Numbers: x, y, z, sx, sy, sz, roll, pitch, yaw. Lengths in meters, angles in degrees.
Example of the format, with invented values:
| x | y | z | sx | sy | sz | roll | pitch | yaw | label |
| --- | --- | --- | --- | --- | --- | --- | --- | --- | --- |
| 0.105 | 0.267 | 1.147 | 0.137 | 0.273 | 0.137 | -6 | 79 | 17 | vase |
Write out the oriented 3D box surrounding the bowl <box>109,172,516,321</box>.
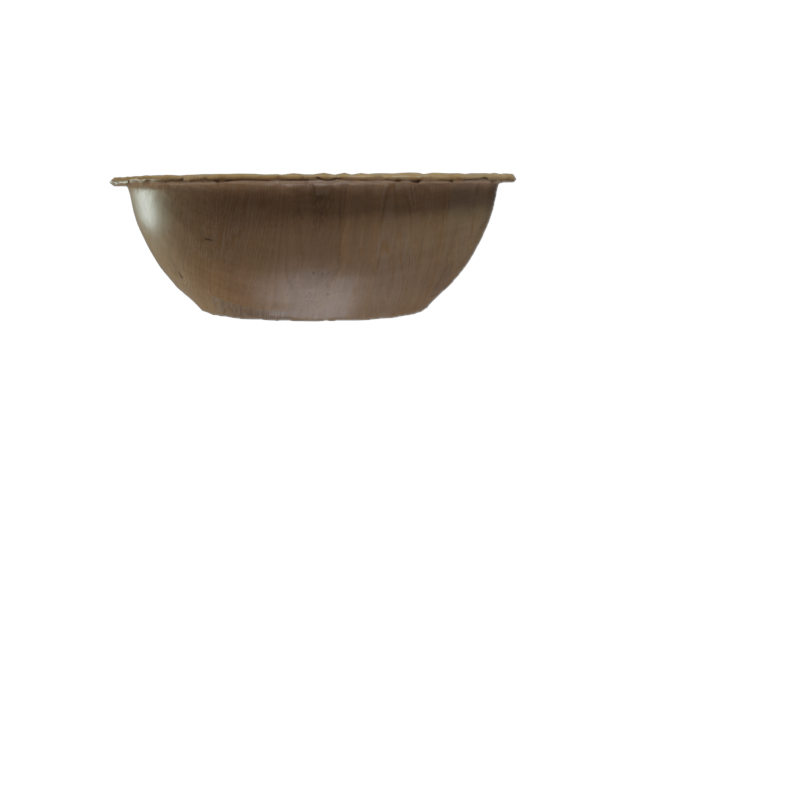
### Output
| x | y | z | sx | sy | sz | roll | pitch | yaw | label |
| --- | --- | --- | --- | --- | --- | --- | --- | --- | --- |
| -0.035 | -0.064 | 0.448 | 0.162 | 0.054 | 0.165 | 0 | 10 | -2 | bowl |
